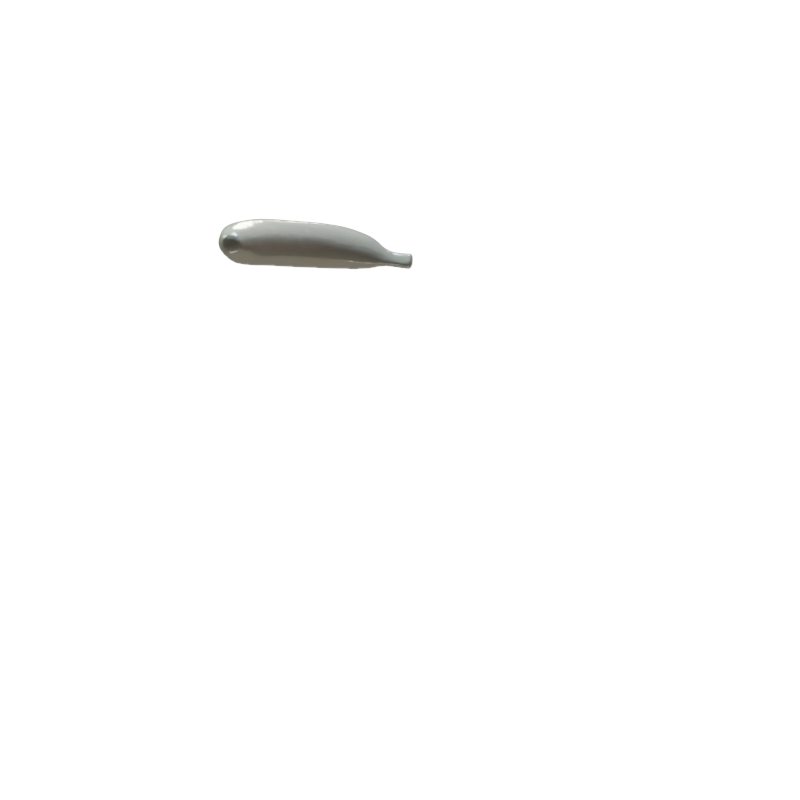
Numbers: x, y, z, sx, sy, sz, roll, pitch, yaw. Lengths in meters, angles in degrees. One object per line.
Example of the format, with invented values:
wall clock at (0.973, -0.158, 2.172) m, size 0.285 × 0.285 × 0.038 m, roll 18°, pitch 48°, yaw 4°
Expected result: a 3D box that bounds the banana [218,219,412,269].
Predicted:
banana at (-0.078, -0.122, 0.863) m, size 0.072 × 0.037 × 0.190 m, roll 3°, pitch 5°, yaw 44°
